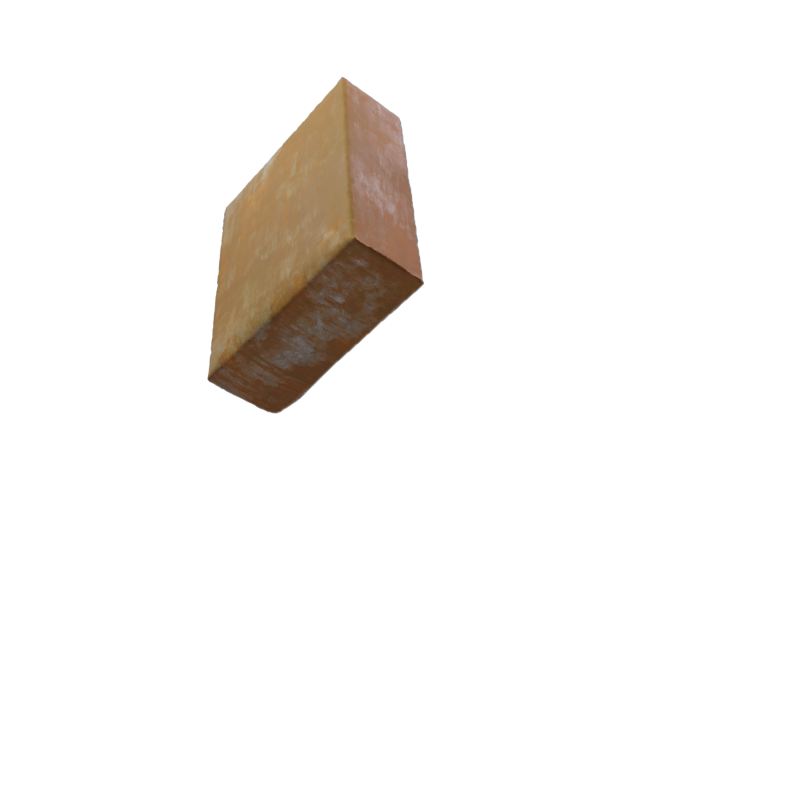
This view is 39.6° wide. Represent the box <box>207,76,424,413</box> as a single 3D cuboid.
[{"bbox_3d":[-0.065,-0.119,0.836,0.068,0.229,0.161,32,-57,-28],"label":"box"}]
